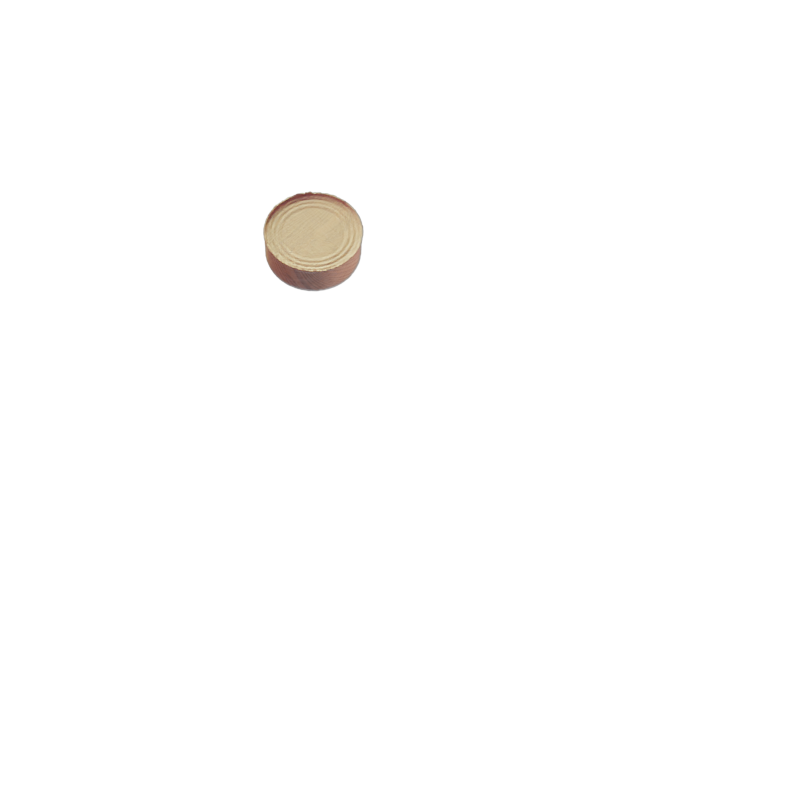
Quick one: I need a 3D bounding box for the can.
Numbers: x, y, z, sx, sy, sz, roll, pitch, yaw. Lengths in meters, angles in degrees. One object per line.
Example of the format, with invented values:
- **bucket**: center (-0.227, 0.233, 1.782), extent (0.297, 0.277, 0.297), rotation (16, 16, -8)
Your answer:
- **can**: center (-0.075, -0.137, 0.961), extent (0.086, 0.092, 0.031), rotation (-1, -33, -1)
